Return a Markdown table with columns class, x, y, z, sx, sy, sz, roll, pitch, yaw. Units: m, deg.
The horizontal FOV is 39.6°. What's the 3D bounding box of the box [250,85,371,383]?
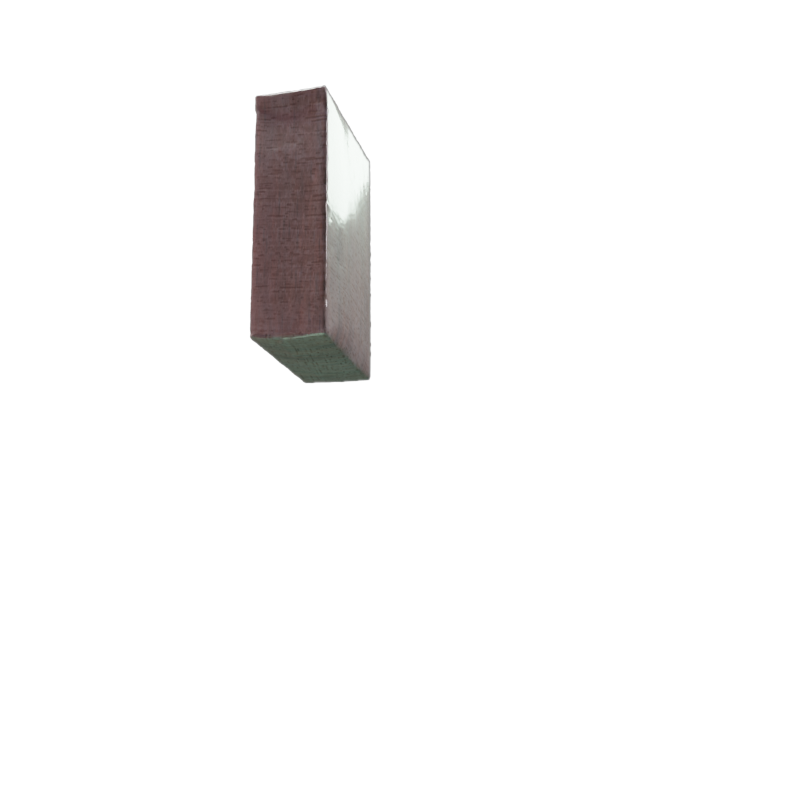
| class | x | y | z | sx | sy | sz | roll | pitch | yaw |
| --- | --- | --- | --- | --- | --- | --- | --- | --- | --- |
| box | -0.074 | -0.136 | 0.951 | 0.073 | 0.223 | 0.155 | -5 | -17 | 11 |
